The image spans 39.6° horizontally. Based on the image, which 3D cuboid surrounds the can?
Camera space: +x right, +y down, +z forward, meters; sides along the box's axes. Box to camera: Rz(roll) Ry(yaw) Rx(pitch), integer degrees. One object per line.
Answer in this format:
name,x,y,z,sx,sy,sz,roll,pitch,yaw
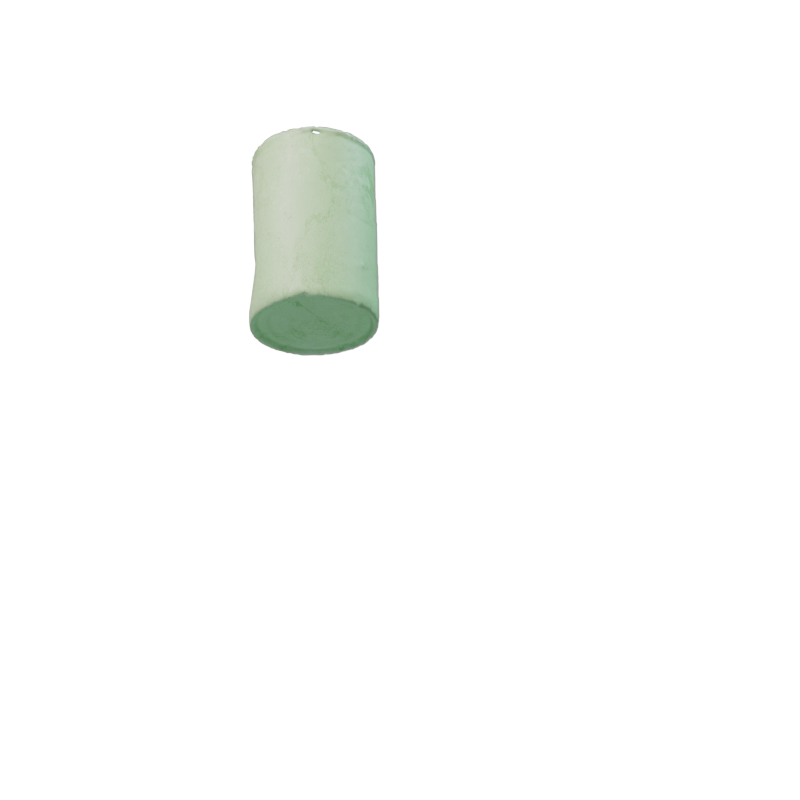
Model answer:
can,-0.046,-0.083,0.583,0.068,0.109,0.064,0,-28,-2
